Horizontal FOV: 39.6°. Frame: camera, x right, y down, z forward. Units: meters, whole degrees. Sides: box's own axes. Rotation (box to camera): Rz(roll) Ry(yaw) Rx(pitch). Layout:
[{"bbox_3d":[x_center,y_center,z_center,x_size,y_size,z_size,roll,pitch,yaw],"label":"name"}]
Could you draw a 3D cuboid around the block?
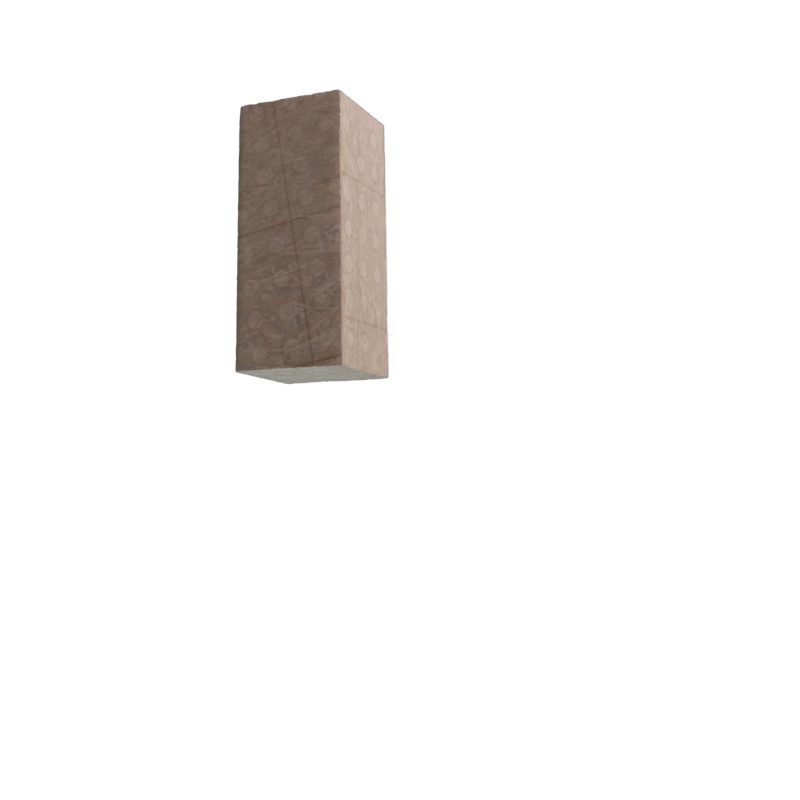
[{"bbox_3d":[-0.067,-0.122,0.854,0.092,0.213,0.086,-6,-13,23],"label":"block"}]
